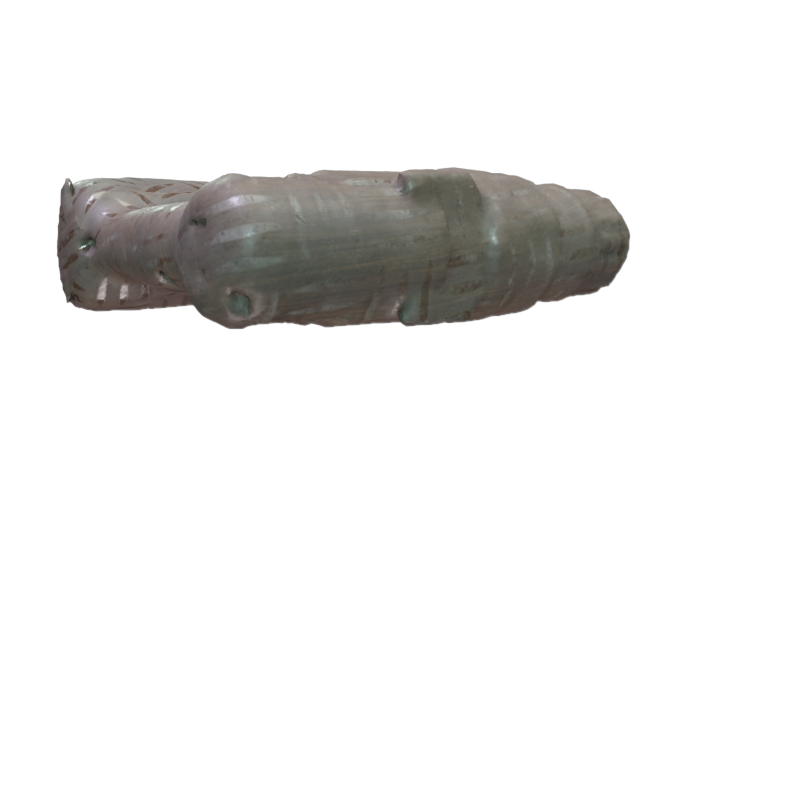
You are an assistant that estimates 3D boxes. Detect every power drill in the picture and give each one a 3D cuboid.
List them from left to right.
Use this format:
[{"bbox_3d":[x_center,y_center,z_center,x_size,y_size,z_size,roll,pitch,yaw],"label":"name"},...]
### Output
[{"bbox_3d":[-0.033,-0.061,0.425,0.178,0.057,0.195,-5,8,-39],"label":"power drill"}]
